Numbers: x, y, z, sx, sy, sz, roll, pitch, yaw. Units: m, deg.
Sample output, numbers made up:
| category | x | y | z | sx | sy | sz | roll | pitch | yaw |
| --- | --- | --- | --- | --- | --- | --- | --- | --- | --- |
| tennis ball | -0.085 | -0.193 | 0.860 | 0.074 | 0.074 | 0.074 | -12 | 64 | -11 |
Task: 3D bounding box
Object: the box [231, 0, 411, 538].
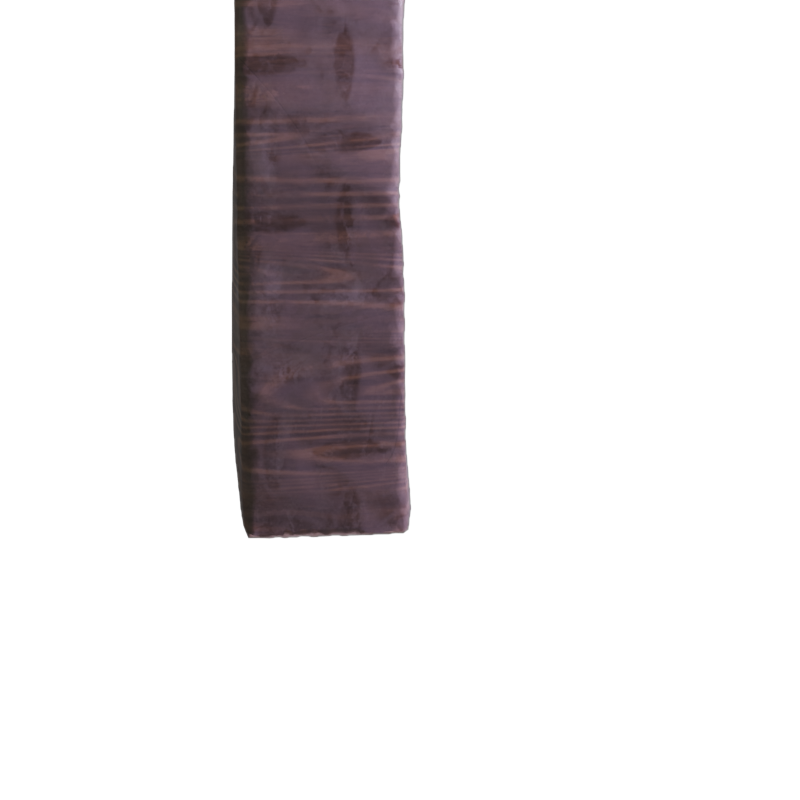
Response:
| category | x | y | z | sx | sy | sz | roll | pitch | yaw |
| --- | --- | --- | --- | --- | --- | --- | --- | --- | --- |
| box | -0.038 | -0.070 | 0.487 | 0.071 | 0.211 | 0.168 | 0 | 7 | -8 |
